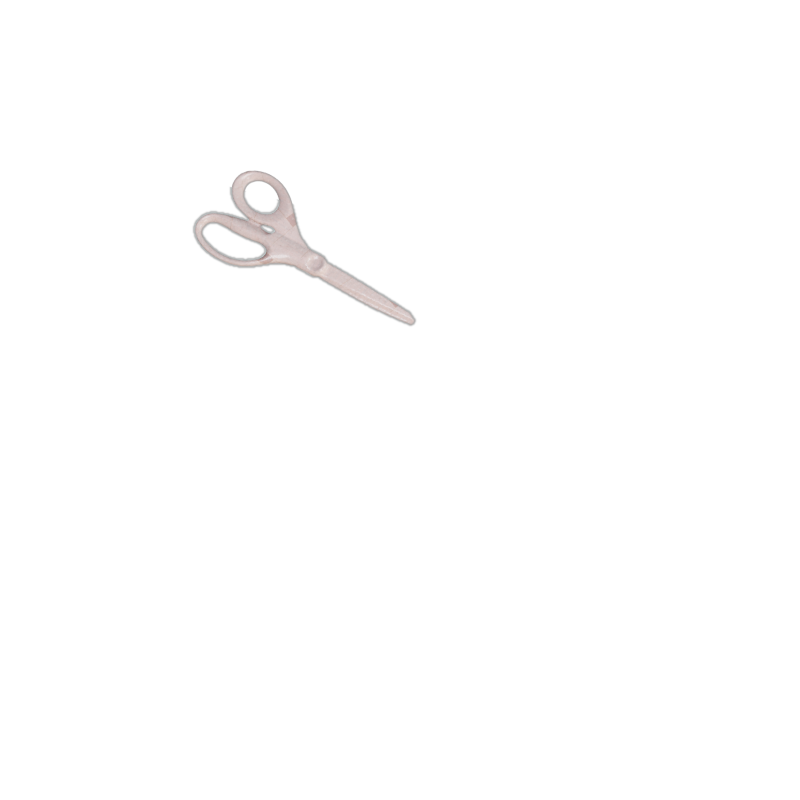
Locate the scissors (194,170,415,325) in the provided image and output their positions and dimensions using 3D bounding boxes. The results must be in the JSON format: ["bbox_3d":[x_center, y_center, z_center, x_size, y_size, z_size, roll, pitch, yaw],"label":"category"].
[{"bbox_3d":[-0.074,-0.135,0.948,0.203,0.099,0.015,15,-16,4],"label":"scissors"}]
